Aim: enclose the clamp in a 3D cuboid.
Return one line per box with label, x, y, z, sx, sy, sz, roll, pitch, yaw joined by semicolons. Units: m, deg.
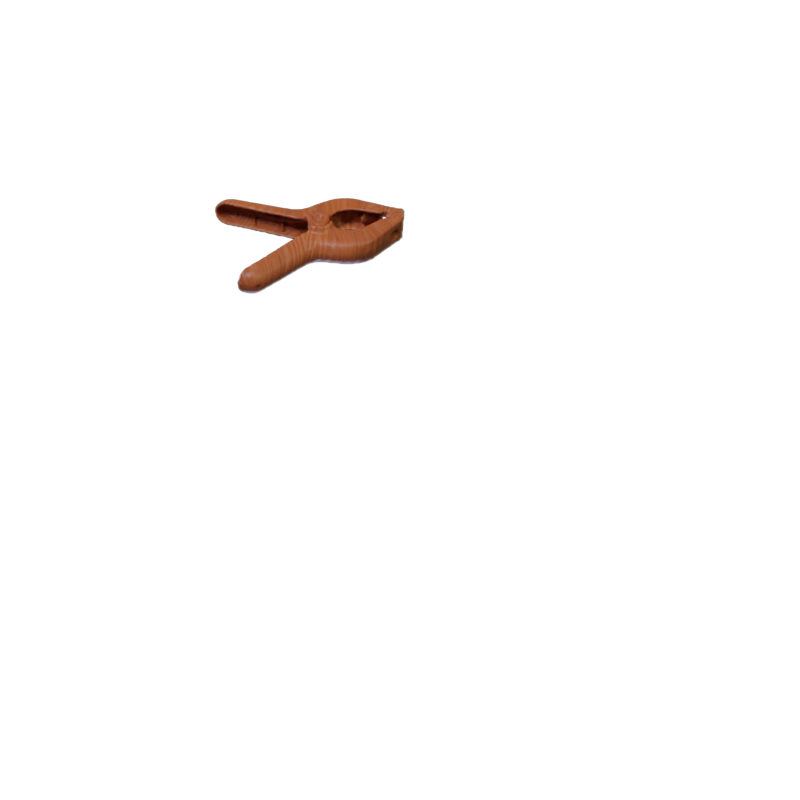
clamp;-0.077;-0.141;0.985;0.170;0.130;0.036;-5;-42;-5
